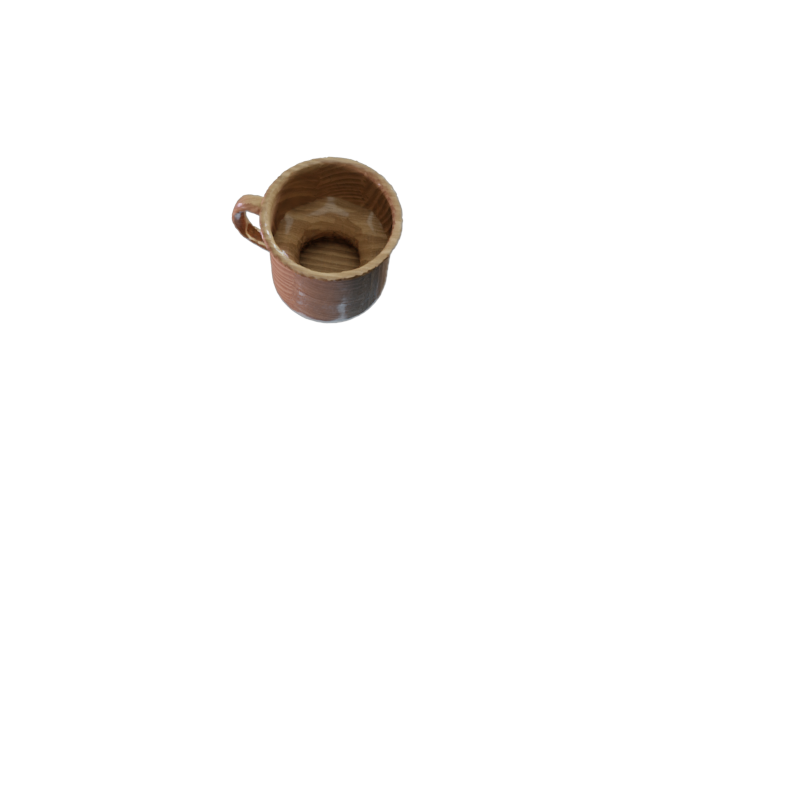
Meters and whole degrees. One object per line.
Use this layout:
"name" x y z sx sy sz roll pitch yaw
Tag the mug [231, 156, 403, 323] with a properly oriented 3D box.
"mug" -0.059 -0.107 0.750 0.119 0.097 0.077 16 -25 7
